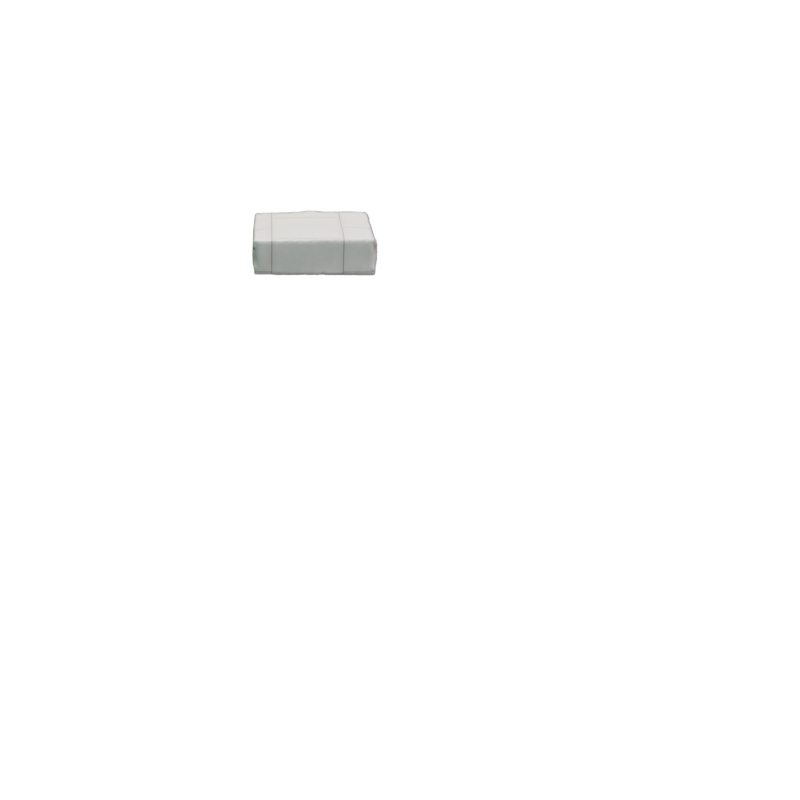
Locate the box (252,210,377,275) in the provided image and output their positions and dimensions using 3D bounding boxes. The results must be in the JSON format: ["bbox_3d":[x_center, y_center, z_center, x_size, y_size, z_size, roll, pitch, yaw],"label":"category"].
[{"bbox_3d":[-0.064,-0.117,0.818,0.089,0.029,0.077,-1,23,-4],"label":"box"}]
